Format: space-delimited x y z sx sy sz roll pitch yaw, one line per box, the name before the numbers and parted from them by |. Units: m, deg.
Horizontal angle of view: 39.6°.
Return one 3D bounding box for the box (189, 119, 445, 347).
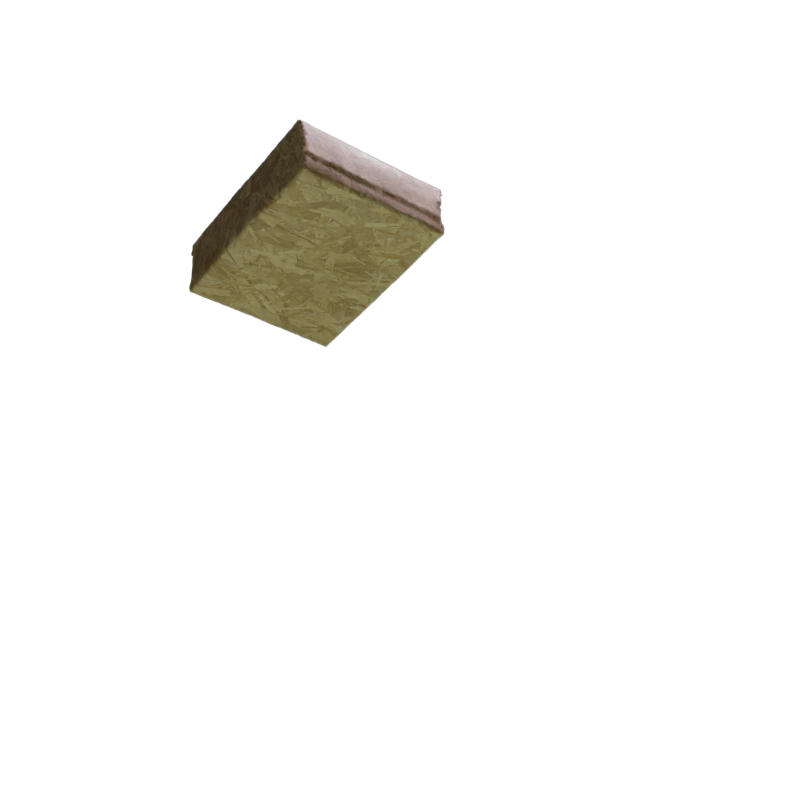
box | -0.046 -0.083 0.583 0.085 0.042 0.111 23 -43 -28
